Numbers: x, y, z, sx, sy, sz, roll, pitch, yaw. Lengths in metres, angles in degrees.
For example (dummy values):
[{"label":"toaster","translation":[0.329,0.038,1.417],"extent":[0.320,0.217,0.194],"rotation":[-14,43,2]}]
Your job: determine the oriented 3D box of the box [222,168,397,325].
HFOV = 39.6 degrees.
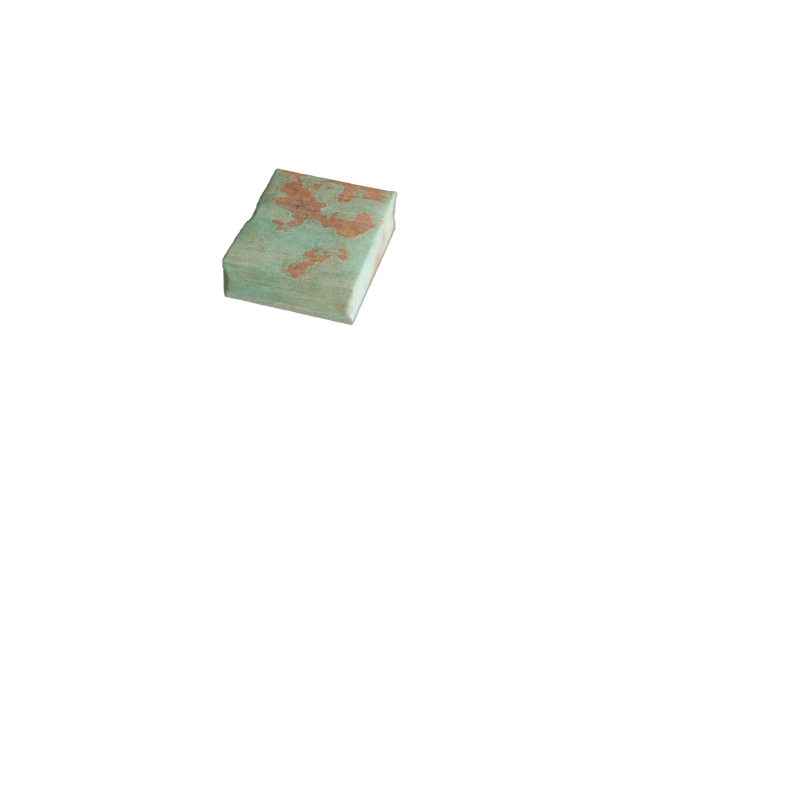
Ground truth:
[{"label":"box","translation":[-0.047,-0.087,0.606],"extent":[0.075,0.028,0.094],"rotation":[12,46,11]}]
